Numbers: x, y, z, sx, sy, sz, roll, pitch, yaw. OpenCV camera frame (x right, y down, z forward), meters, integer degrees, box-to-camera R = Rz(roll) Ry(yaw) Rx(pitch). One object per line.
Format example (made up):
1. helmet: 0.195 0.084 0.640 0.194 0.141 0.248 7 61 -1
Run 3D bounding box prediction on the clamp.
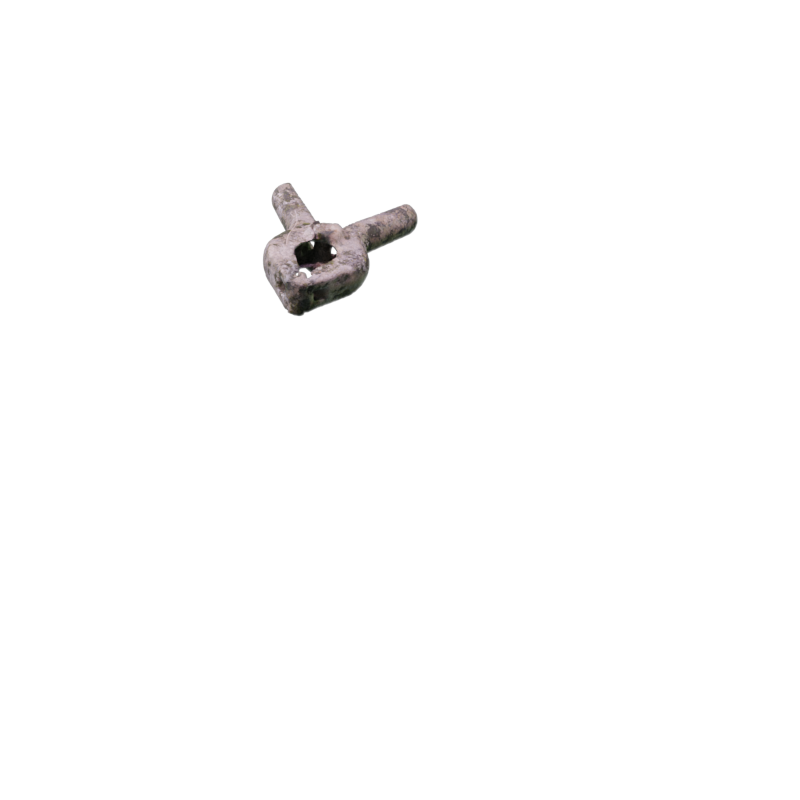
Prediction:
1. clamp: -0.067 -0.122 0.852 0.124 0.037 0.176 10 32 17
